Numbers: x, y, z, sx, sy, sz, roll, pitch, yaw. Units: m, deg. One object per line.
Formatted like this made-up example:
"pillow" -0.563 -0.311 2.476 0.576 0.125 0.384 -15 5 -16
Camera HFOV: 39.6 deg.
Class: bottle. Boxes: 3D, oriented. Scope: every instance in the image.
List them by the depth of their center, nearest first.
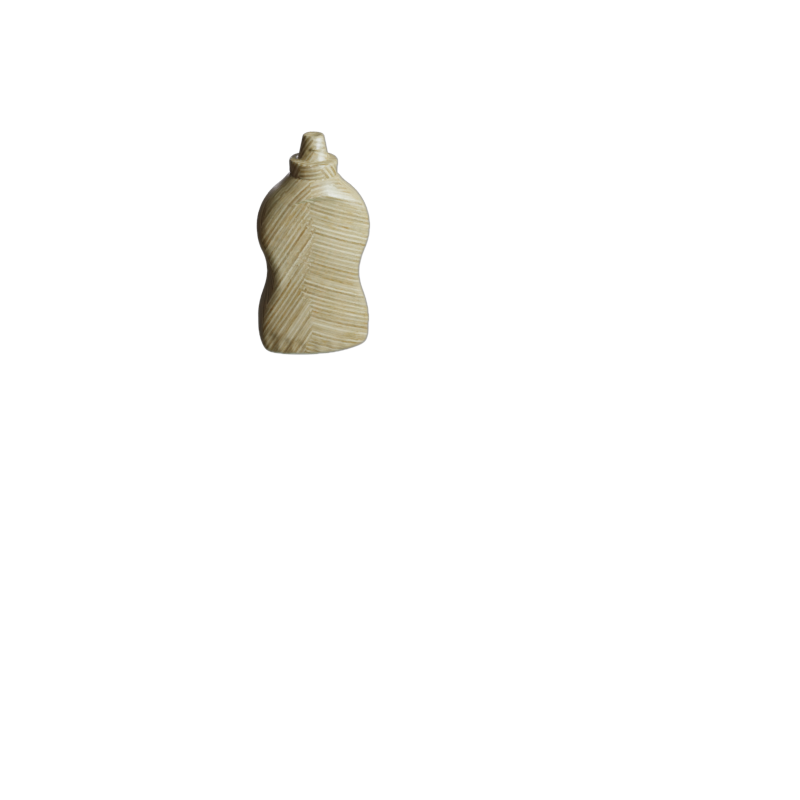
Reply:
"bottle" -0.074 -0.135 0.948 0.095 0.182 0.062 -3 24 -10
